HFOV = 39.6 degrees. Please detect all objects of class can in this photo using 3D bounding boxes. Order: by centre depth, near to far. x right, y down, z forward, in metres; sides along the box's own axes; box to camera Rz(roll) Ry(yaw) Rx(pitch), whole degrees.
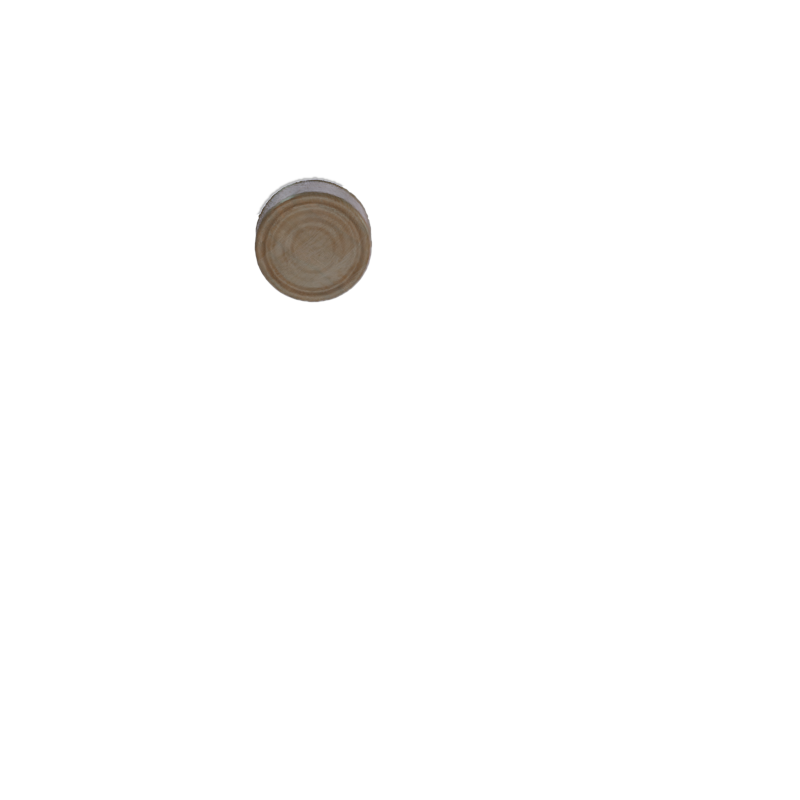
[{"bbox_3d":[-0.063,-0.115,0.807,0.086,0.082,0.035,0,22,-1],"label":"can"}]
